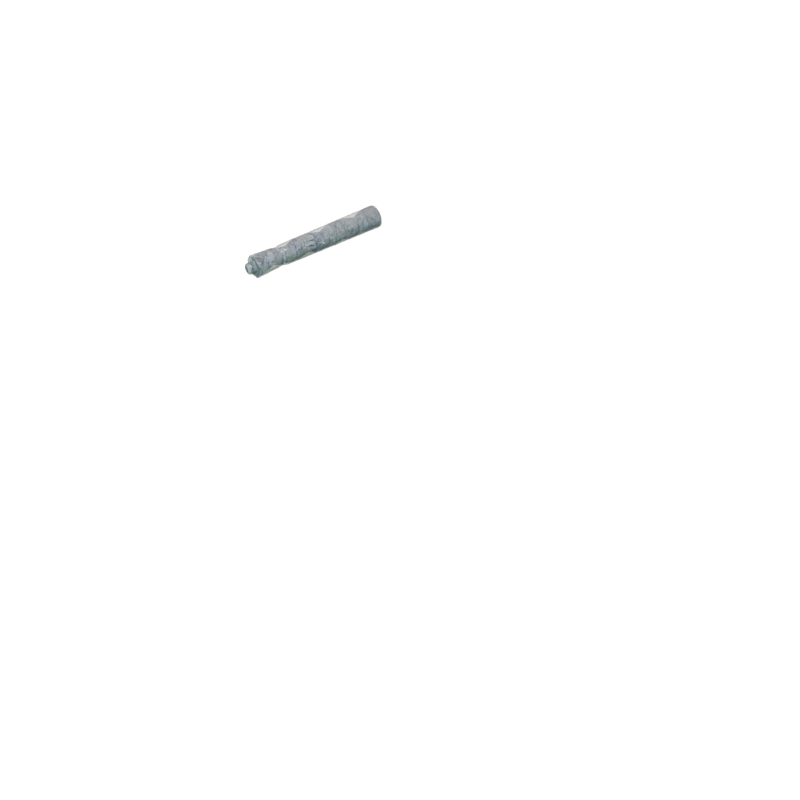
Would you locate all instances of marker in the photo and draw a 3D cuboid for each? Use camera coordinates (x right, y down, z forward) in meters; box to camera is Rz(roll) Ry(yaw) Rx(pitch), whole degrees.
[{"bbox_3d":[-0.069,-0.125,0.876,0.120,0.019,0.020,-27,16,-25],"label":"marker"}]
